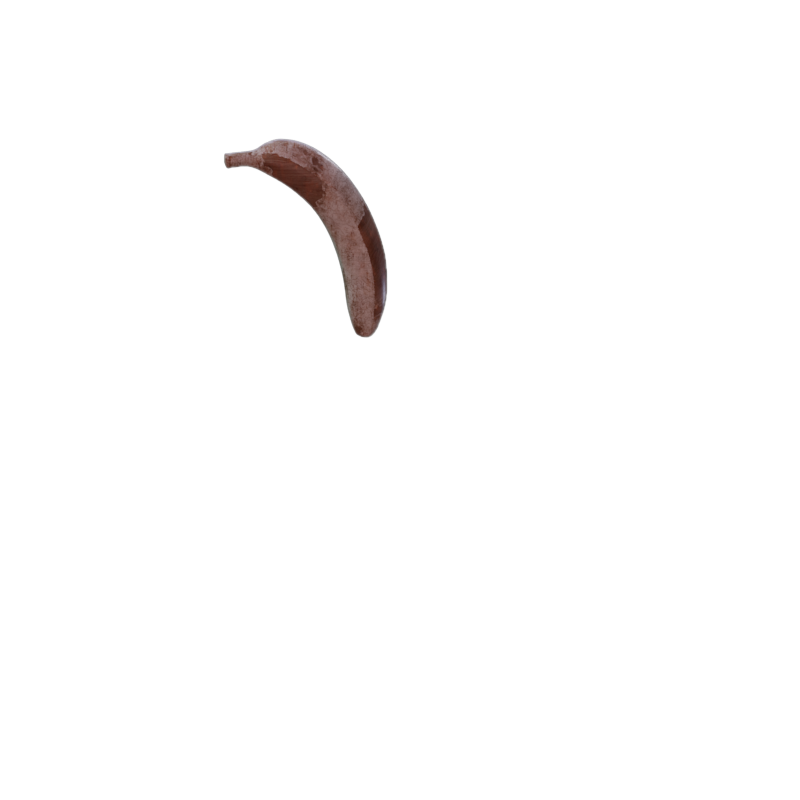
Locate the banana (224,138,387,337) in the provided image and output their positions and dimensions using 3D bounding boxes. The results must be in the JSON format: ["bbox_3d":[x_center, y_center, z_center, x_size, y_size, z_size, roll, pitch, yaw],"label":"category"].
[{"bbox_3d":[-0.055,-0.136,0.870,0.069,0.187,0.039,-31,24,15],"label":"banana"}]
